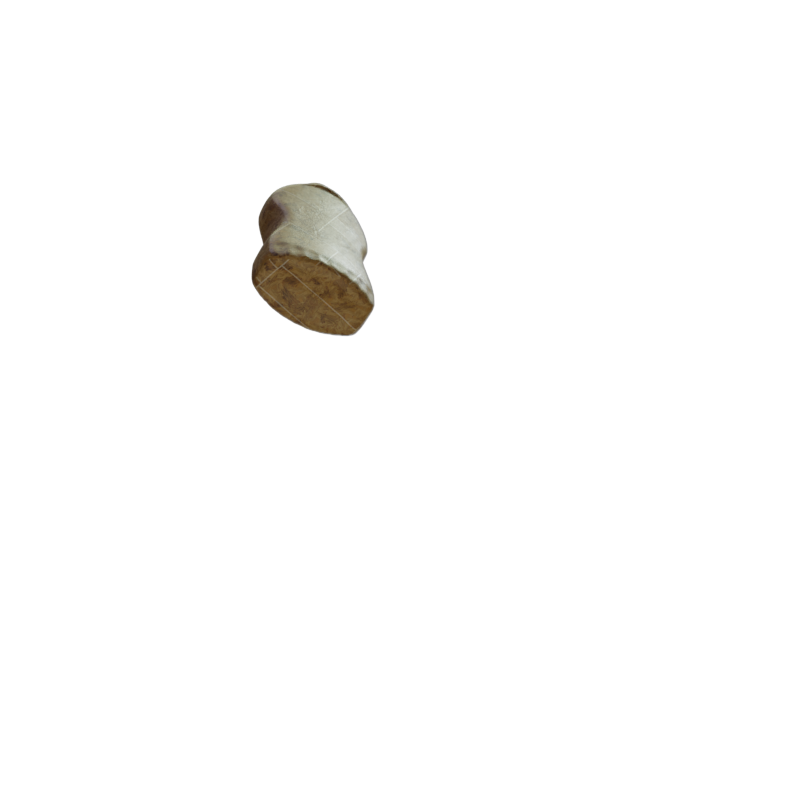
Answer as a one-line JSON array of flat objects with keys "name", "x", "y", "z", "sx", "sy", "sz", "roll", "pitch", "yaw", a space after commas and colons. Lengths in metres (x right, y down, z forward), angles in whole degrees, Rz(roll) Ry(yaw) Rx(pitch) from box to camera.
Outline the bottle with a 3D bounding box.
[{"name": "bottle", "x": -0.072, "y": -0.132, "z": 0.921, "sx": 0.093, "sy": 0.057, "sz": 0.204, "roll": 24, "pitch": 28, "yaw": -17}]
